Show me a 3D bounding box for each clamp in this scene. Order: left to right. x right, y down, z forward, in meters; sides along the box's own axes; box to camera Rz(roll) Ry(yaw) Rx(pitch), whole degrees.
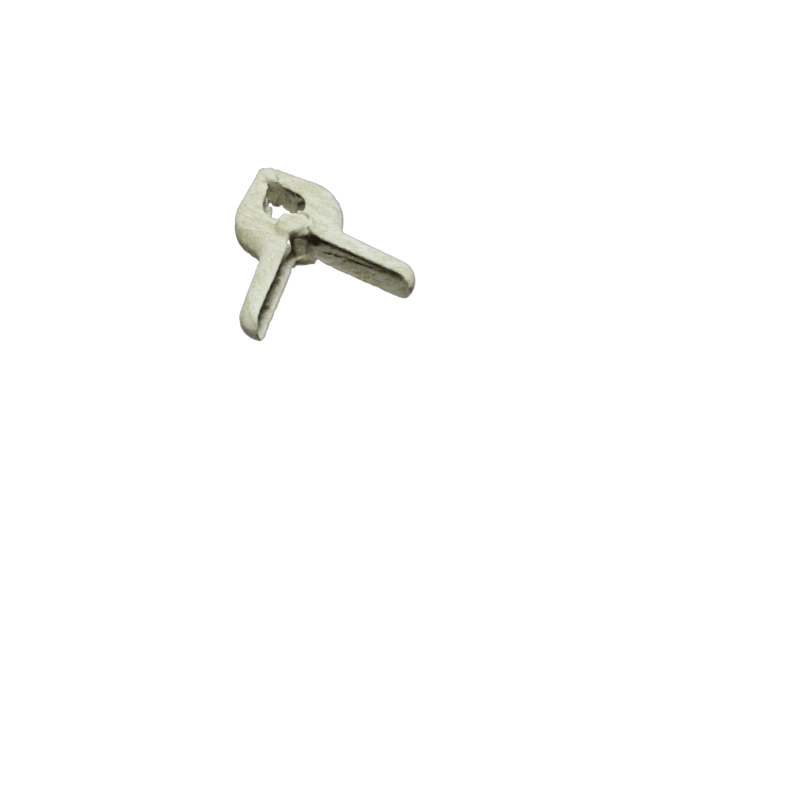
[{"bbox_3d":[-0.062,-0.112,0.787,0.119,0.036,0.185,-7,44,-8],"label":"clamp"}]
